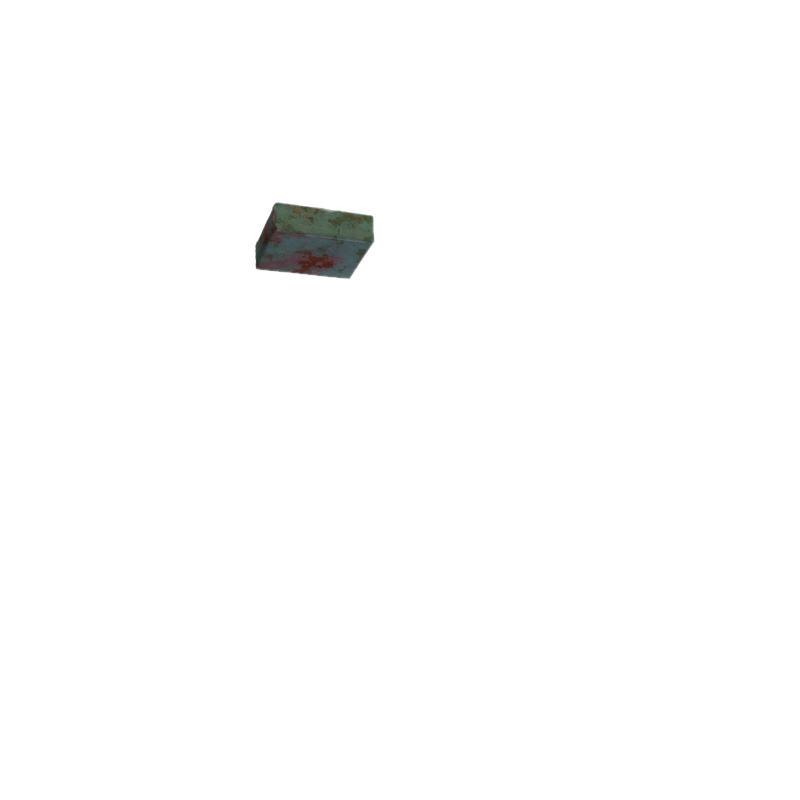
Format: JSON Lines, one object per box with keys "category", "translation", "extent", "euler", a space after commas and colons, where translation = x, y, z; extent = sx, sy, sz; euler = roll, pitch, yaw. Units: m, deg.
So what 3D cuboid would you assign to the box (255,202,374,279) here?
{"category": "box", "translation": [-0.075, -0.136, 0.955], "extent": [0.087, 0.032, 0.071], "euler": [6, -24, -15]}
